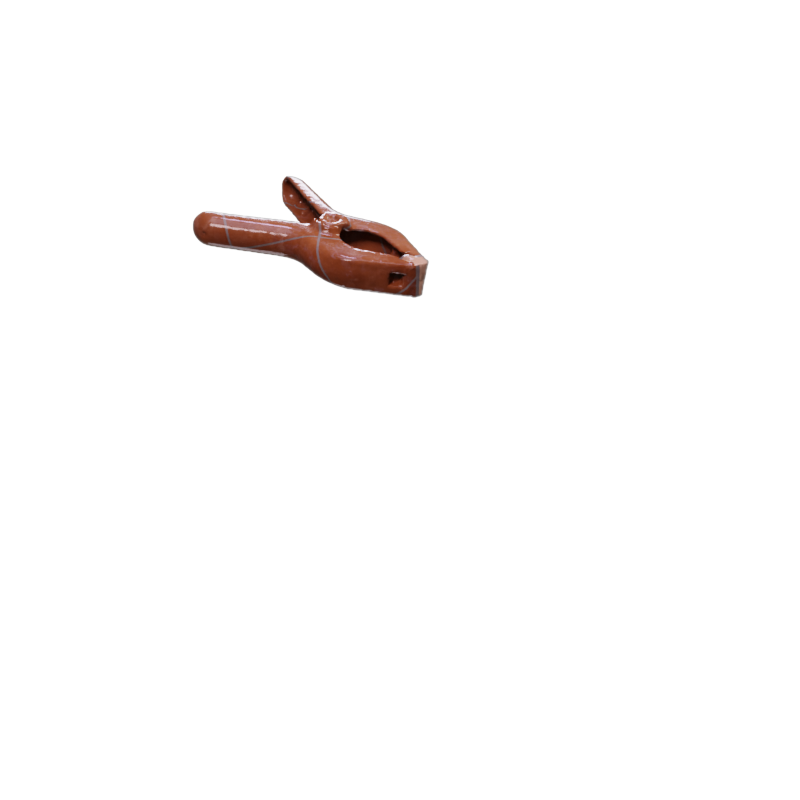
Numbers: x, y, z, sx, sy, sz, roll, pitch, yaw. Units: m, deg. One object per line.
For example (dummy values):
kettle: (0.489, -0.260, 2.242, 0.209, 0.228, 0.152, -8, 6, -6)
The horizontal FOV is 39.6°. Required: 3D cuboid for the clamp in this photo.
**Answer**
clamp: (-0.063, -0.115, 0.805, 0.183, 0.037, 0.120, 29, 43, 35)
